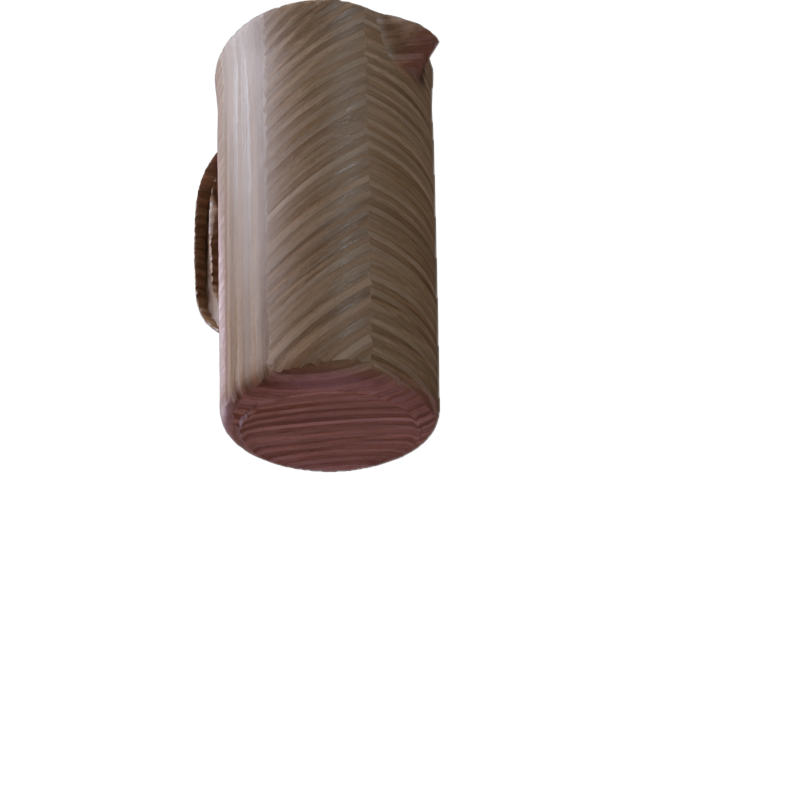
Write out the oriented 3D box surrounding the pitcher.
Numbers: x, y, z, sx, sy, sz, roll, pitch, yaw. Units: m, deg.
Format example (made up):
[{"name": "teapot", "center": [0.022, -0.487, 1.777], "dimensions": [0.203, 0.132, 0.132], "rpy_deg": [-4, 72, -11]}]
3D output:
[{"name": "pitcher", "center": [-0.048, -0.088, 0.613], "dimensions": [0.144, 0.260, 0.140], "rpy_deg": [1, -33, -4]}]
